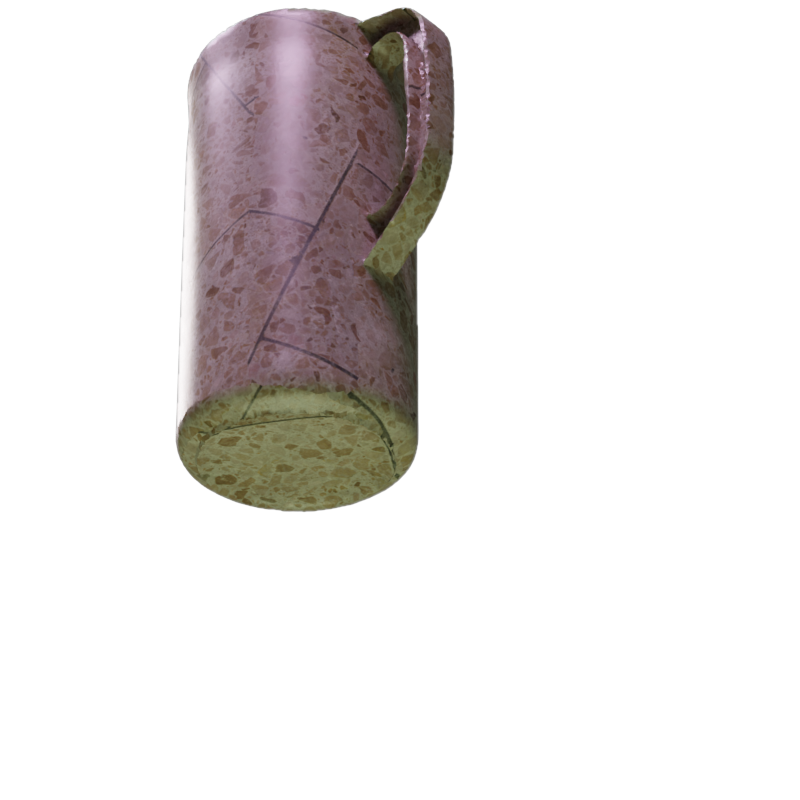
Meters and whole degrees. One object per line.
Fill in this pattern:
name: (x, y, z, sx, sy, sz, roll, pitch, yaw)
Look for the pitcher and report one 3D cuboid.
pitcher: (-0.044, -0.079, 0.556, 0.145, 0.260, 0.139, -3, -37, 0)
